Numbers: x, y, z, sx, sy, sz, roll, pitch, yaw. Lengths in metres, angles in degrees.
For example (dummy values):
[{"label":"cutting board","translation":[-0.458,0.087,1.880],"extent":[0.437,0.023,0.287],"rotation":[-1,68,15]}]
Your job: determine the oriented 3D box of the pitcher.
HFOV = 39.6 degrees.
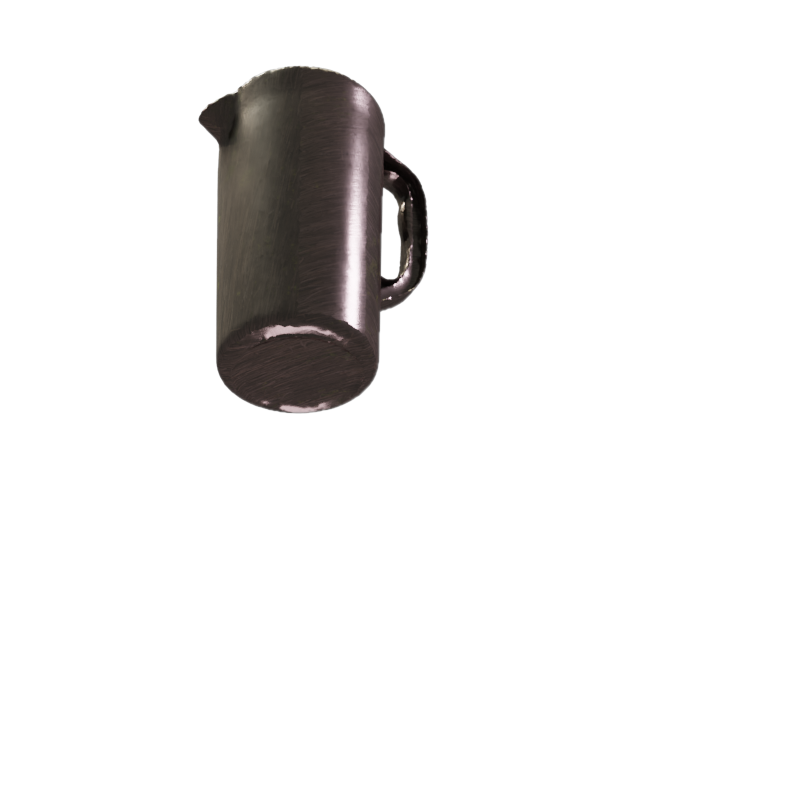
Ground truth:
[{"label":"pitcher","translation":[-0.063,-0.115,0.806],"extent":[0.151,0.261,0.134],"rotation":[-12,-39,12]}]
